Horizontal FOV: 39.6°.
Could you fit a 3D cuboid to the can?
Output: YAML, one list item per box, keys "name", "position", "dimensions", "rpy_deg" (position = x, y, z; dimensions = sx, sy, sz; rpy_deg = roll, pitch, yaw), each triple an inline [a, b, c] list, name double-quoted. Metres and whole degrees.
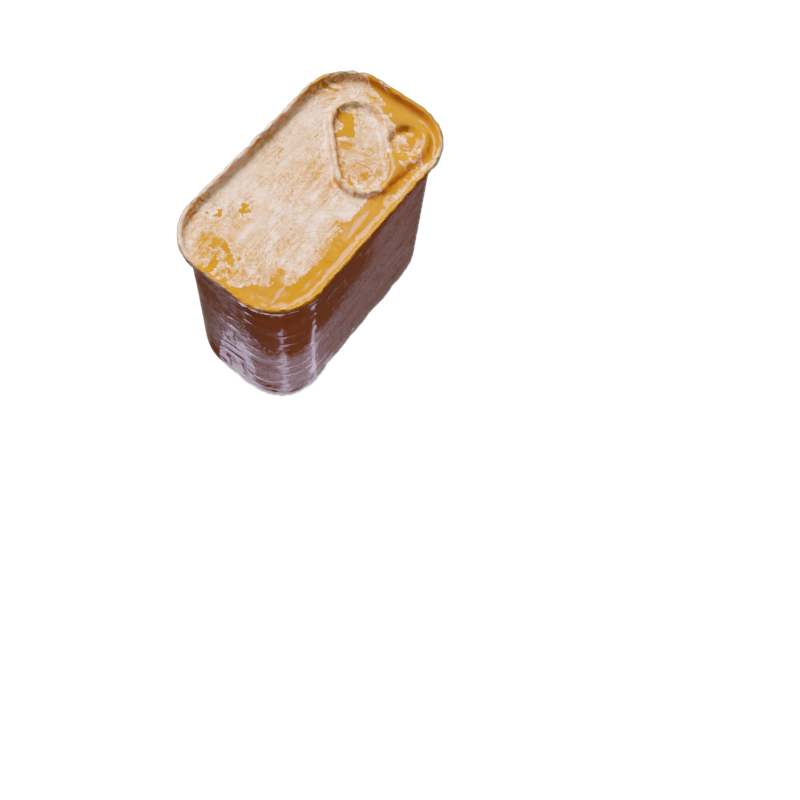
- name: "can"
  position: [-0.033, -0.060, 0.421]
  dimensions: [0.060, 0.104, 0.079]
  rpy_deg: [35, -22, 12]
